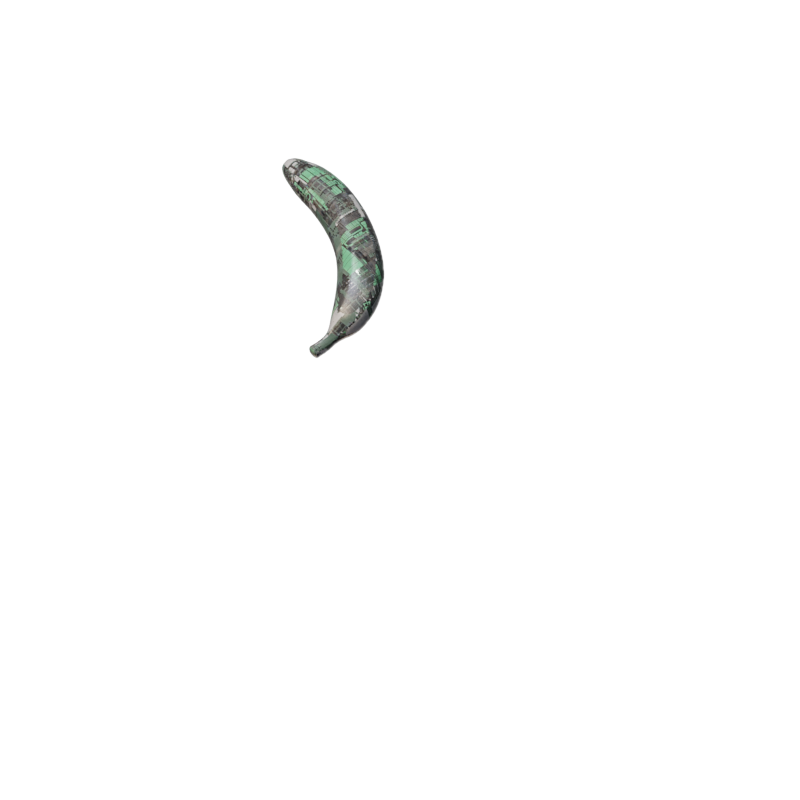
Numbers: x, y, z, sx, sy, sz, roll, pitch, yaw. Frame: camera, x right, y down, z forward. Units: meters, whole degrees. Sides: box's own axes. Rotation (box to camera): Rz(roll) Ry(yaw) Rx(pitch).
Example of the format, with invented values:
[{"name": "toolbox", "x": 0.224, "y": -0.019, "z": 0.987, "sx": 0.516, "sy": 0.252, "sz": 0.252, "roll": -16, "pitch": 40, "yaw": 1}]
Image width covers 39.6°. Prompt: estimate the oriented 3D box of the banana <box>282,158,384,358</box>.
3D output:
[{"name": "banana", "x": -0.052, "y": -0.128, "z": 0.908, "sx": 0.069, "sy": 0.213, "sz": 0.034, "roll": -7, "pitch": -35, "yaw": -6}]
